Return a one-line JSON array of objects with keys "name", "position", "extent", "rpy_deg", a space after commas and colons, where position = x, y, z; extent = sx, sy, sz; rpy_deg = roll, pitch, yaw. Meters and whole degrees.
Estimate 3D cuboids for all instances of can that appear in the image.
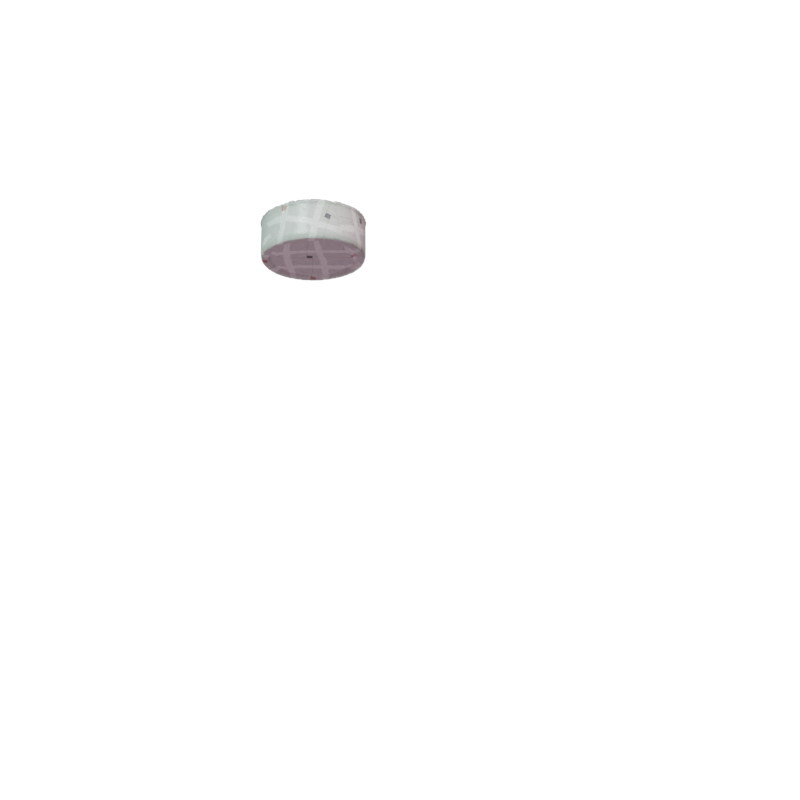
[{"name": "can", "position": [-0.070, -0.128, 0.895], "extent": [0.086, 0.035, 0.082], "rpy_deg": [0, -19, -2]}]
